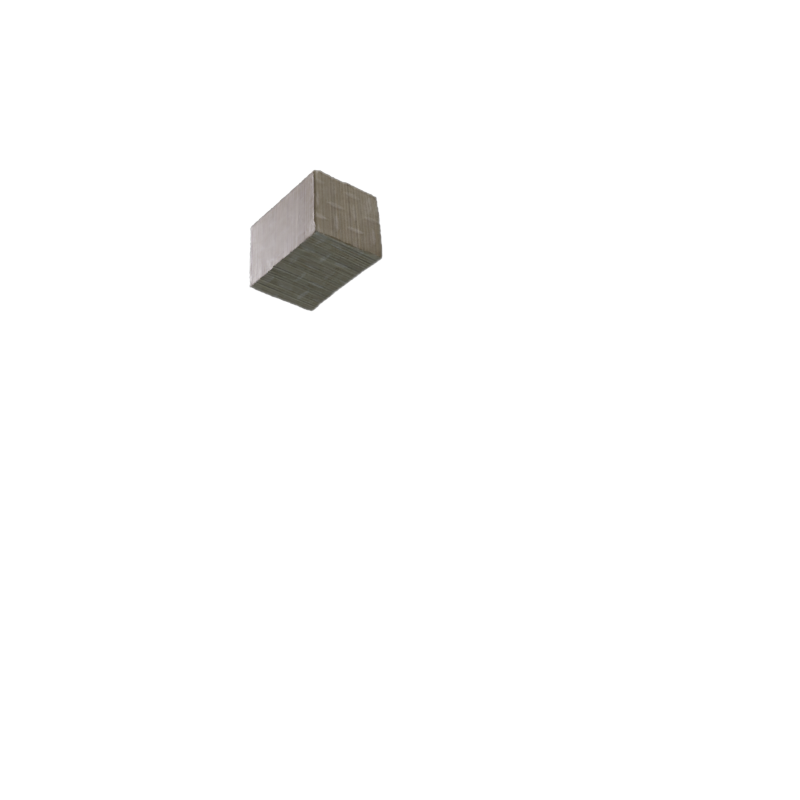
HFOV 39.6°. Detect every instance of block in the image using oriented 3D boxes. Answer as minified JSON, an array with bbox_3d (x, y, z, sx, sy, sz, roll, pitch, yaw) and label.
[{"bbox_3d":[-0.056,-0.103,0.720,0.050,0.055,0.077,22,-38,-33],"label":"block"}]
